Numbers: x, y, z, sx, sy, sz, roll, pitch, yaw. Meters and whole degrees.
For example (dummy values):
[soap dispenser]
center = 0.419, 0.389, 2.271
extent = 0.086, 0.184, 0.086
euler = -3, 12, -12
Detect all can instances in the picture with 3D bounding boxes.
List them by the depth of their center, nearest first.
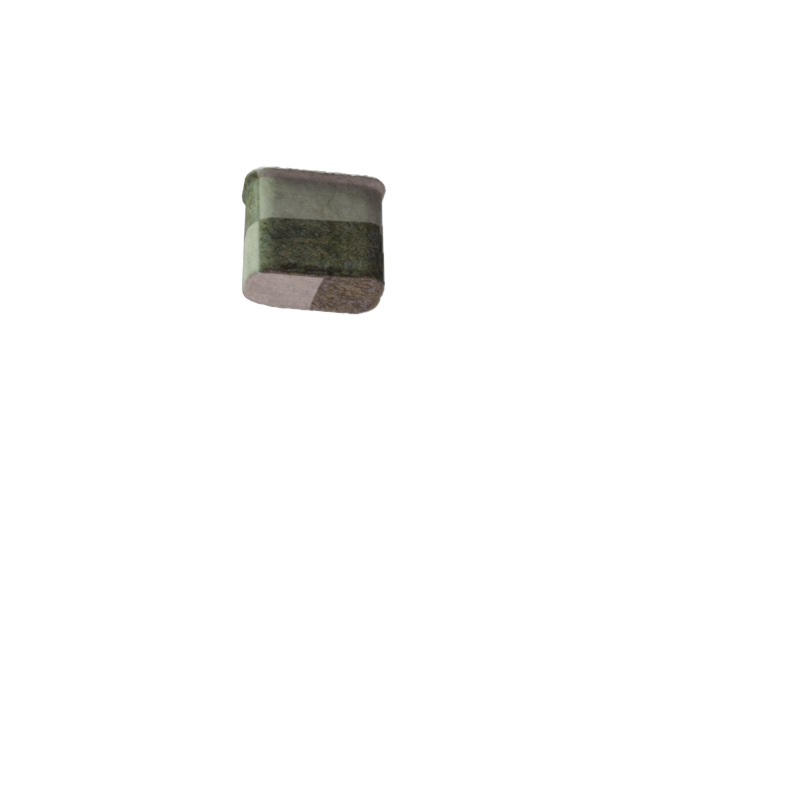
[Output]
[can]
center = -0.061, -0.111, 0.778
extent = 0.100, 0.089, 0.055
euler = 4, -29, -9
